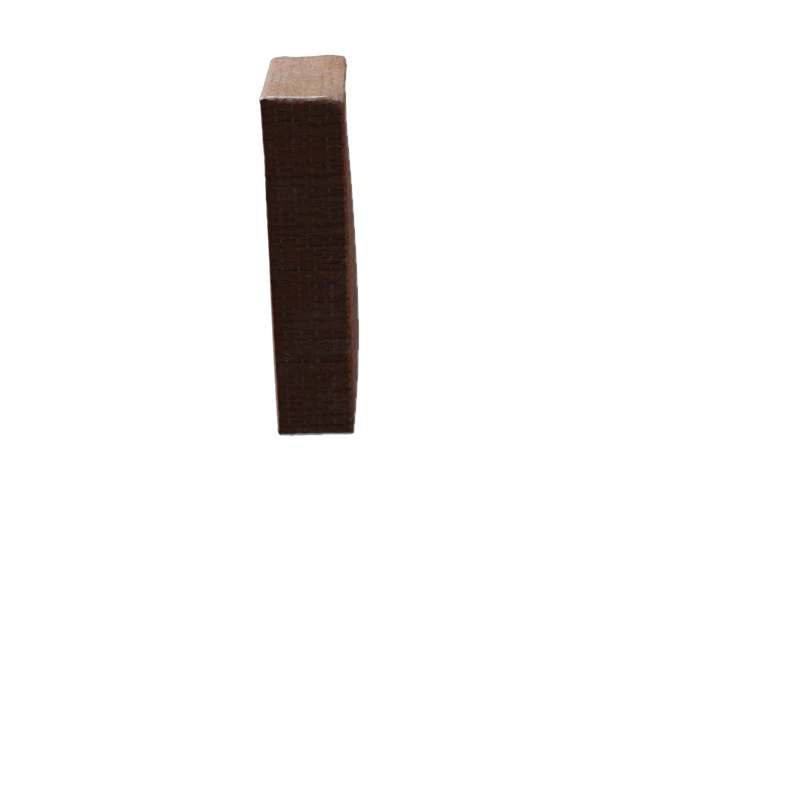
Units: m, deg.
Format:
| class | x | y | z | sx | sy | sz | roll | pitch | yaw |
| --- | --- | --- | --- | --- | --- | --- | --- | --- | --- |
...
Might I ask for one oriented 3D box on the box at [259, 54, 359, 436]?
| class | x | y | z | sx | sy | sz | roll | pitch | yaw |
| --- | --- | --- | --- | --- | --- | --- | --- | --- | --- |
| box | -0.044 | -0.081 | 0.570 | 0.048 | 0.167 | 0.098 | 1 | 24 | -2 |
